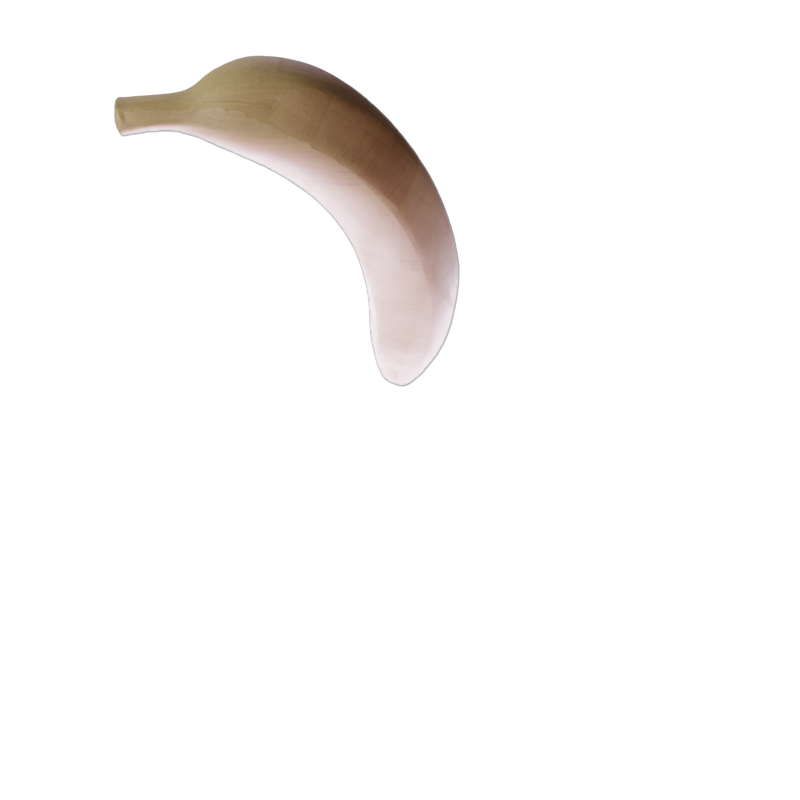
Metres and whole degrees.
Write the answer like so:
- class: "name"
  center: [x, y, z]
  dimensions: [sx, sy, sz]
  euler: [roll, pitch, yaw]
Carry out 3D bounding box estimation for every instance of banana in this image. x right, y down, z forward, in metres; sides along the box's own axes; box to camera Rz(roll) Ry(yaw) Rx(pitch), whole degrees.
- class: "banana"
  center: [-0.018, -0.066, 0.405]
  dimensions: [0.070, 0.039, 0.183]
  euler: [-18, -37, 24]
